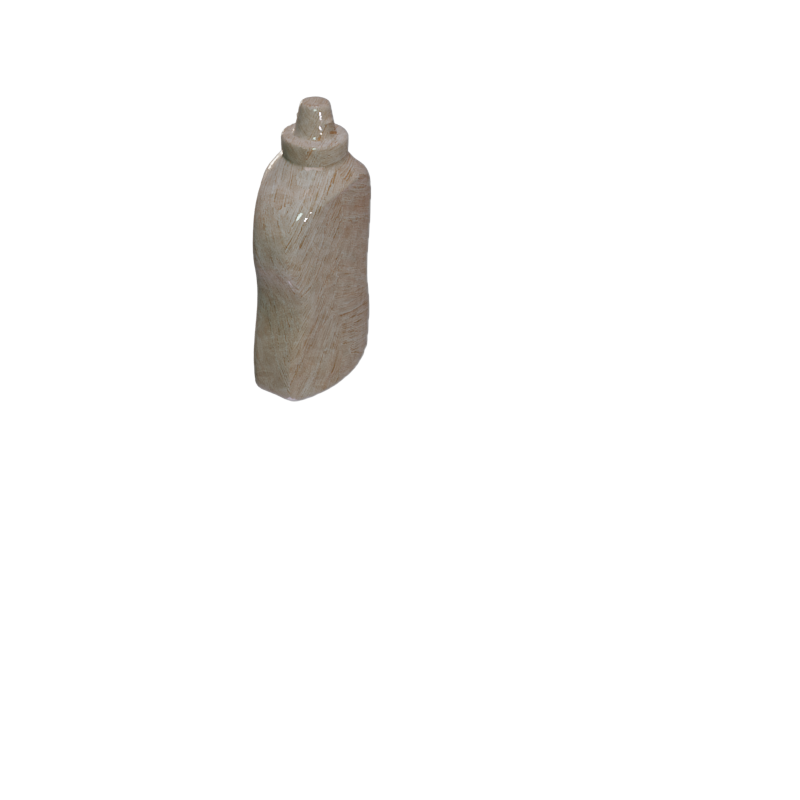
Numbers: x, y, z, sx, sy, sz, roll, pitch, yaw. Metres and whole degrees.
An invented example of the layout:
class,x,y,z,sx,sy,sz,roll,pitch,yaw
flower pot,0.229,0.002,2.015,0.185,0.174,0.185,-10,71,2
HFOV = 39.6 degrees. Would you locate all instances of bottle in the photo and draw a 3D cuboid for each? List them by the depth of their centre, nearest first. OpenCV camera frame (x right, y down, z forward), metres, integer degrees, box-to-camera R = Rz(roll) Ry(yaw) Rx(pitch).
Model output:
class,x,y,z,sx,sy,sz,roll,pitch,yaw
bottle,-0.055,-0.100,0.702,0.061,0.180,0.097,21,37,27
